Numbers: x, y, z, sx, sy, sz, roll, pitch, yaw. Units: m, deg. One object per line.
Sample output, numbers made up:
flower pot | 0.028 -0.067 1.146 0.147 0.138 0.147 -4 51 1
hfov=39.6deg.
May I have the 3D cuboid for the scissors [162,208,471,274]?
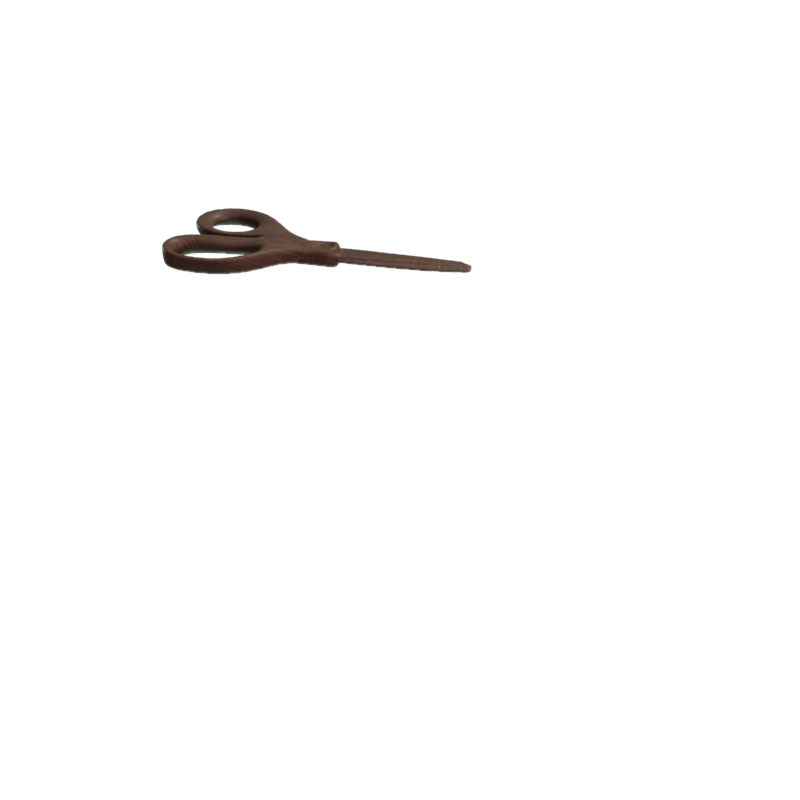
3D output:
scissors | -0.059 -0.108 0.753 0.201 0.015 0.102 -1 31 -2
